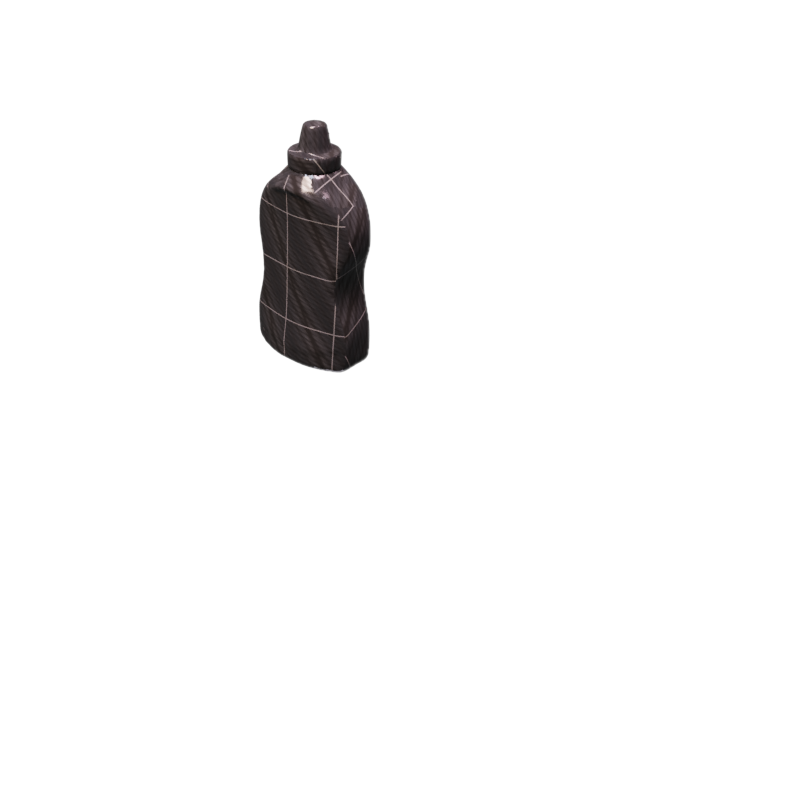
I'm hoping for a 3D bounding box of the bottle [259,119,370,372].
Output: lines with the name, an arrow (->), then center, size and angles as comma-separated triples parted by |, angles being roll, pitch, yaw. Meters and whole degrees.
bottle -> -0.067, -0.122, 0.856 | 0.102, 0.181, 0.058 | 25, 35, 37
